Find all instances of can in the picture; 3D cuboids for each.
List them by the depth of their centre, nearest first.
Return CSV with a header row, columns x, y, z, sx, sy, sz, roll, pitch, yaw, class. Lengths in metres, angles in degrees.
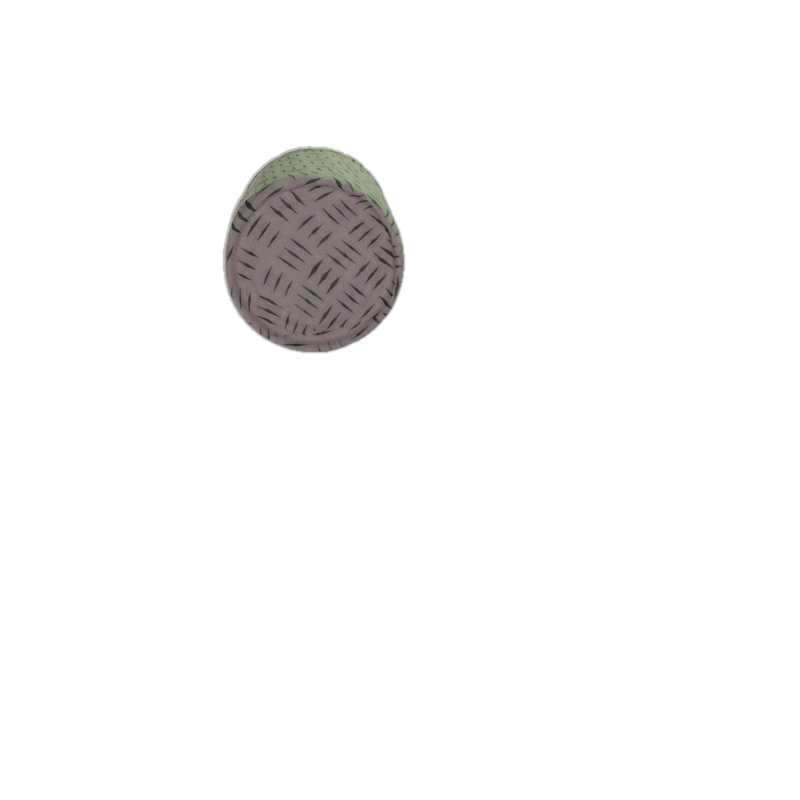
x,y,z,sx,sy,sz,roll,pitch,yaw,class
-0.035,-0.064,0.449,0.068,0.067,0.106,0,15,-3,can
